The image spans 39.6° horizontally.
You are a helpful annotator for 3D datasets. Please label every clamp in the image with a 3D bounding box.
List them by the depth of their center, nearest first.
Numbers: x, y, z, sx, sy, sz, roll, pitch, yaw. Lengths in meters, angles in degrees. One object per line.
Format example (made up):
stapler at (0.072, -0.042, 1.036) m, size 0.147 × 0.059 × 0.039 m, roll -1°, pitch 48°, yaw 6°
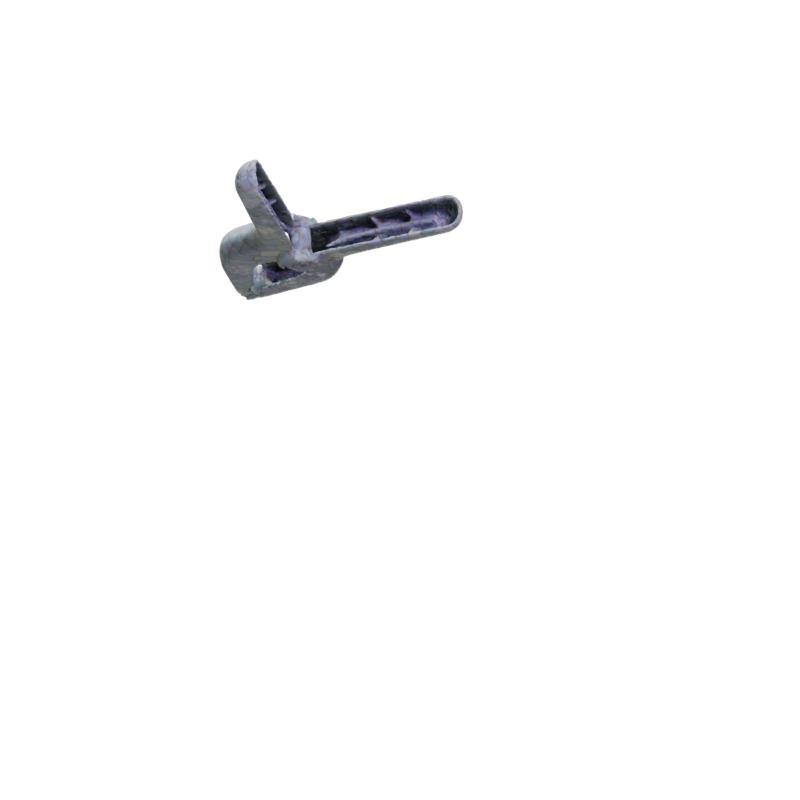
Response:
clamp at (-0.063, -0.116, 0.809) m, size 0.160 × 0.038 × 0.207 m, roll 5°, pitch -15°, yaw -21°
